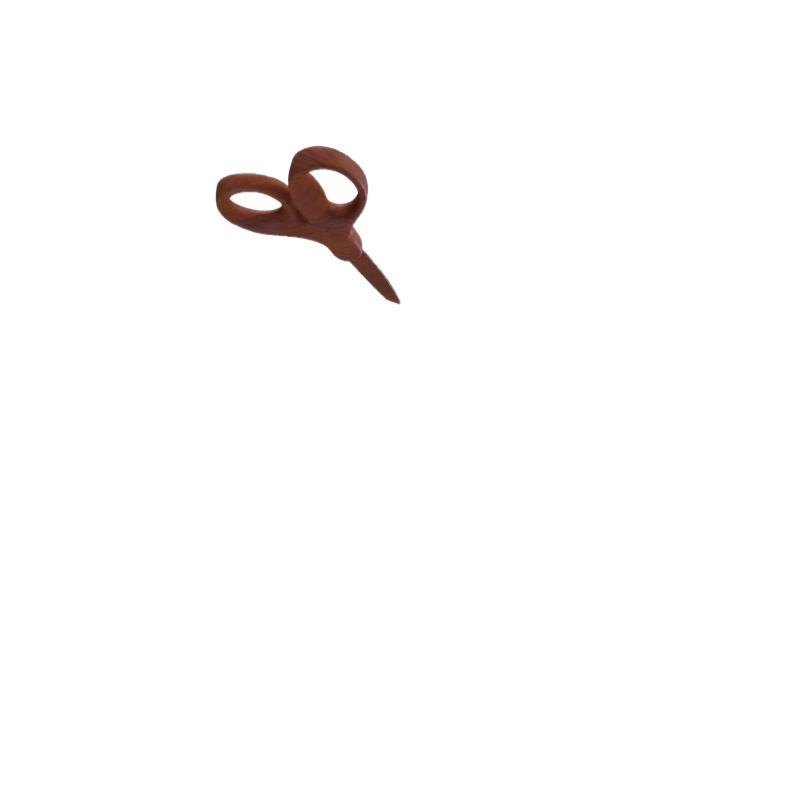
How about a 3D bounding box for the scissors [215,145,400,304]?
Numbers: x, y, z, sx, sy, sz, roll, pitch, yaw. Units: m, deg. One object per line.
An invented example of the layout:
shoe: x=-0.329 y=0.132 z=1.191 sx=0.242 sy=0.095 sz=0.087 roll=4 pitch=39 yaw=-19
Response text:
scissors: x=-0.053 y=-0.097 z=0.683 sx=0.097 sy=0.017 sz=0.190 roll=-2 pitch=-20 yaw=4
